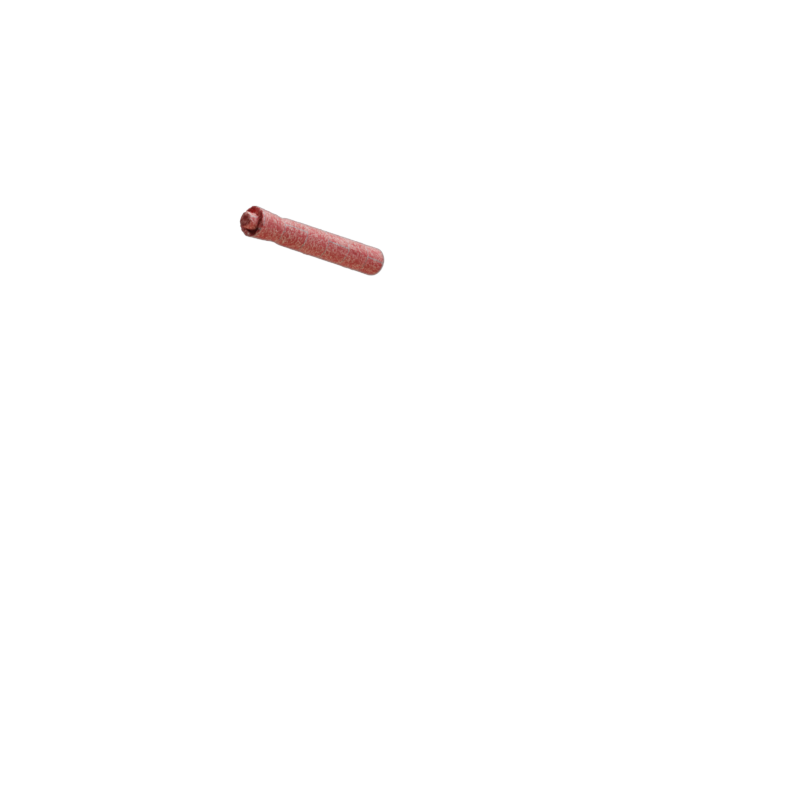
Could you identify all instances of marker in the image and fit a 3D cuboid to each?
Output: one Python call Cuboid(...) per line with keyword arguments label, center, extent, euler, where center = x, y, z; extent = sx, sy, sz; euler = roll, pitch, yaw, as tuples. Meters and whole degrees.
Cuboid(label="marker", center=(-0.053, -0.098, 0.683), extent=(0.021, 0.020, 0.114), euler=(4, -5, 40))
